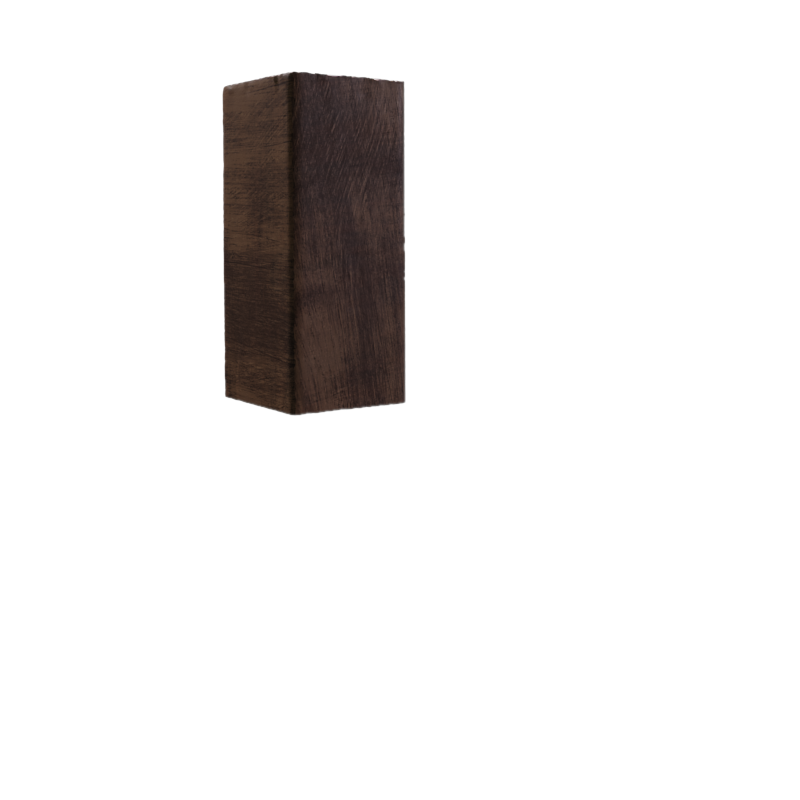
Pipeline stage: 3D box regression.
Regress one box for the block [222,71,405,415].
[{"bbox_3d":[-0.057,-0.103,0.722,0.087,0.205,0.094,-2,3,-36],"label":"block"}]
